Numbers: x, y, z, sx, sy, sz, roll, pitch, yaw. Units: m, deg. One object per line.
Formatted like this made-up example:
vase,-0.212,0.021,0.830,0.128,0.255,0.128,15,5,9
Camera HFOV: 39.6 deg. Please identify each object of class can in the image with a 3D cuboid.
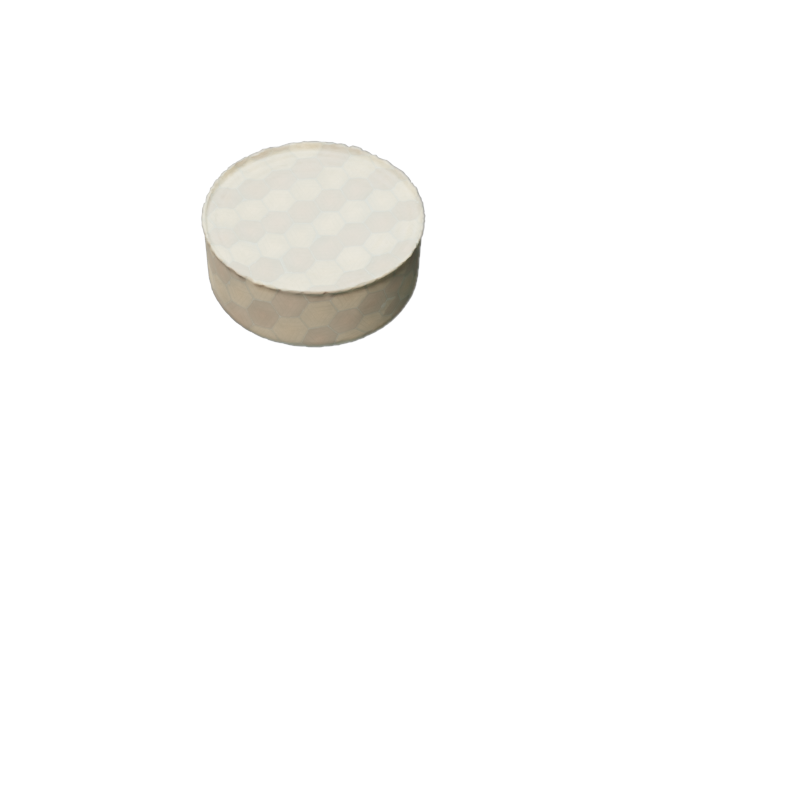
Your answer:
can,-0.034,-0.062,0.436,0.086,0.092,0.031,-1,-42,-1
